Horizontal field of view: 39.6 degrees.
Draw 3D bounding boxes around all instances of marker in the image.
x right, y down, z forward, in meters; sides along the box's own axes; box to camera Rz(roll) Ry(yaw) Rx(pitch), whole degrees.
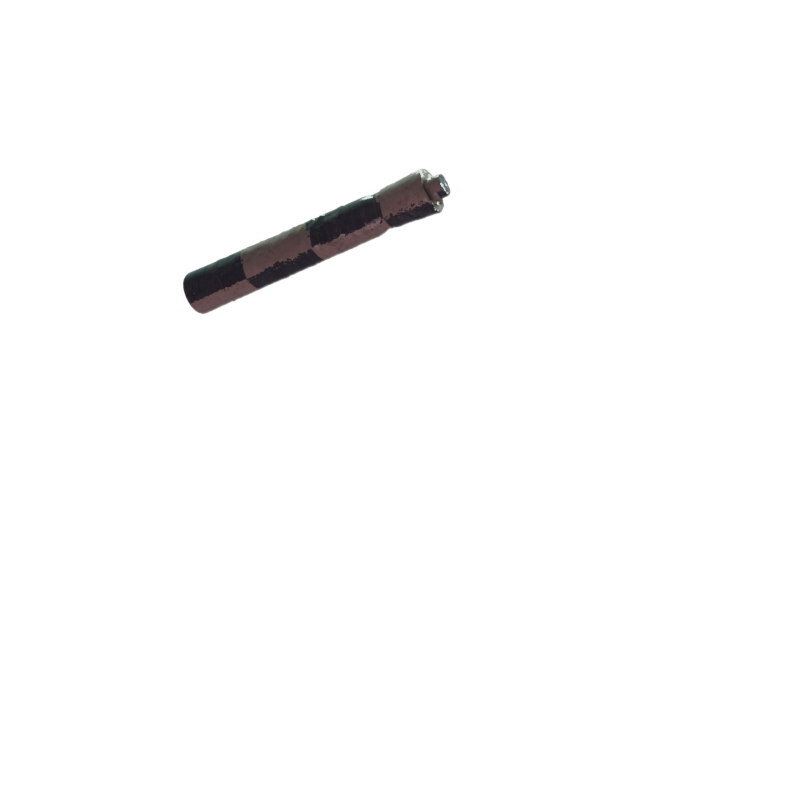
[{"bbox_3d":[-0.035,-0.064,0.450,0.122,0.020,0.019,-20,-5,24],"label":"marker"}]
